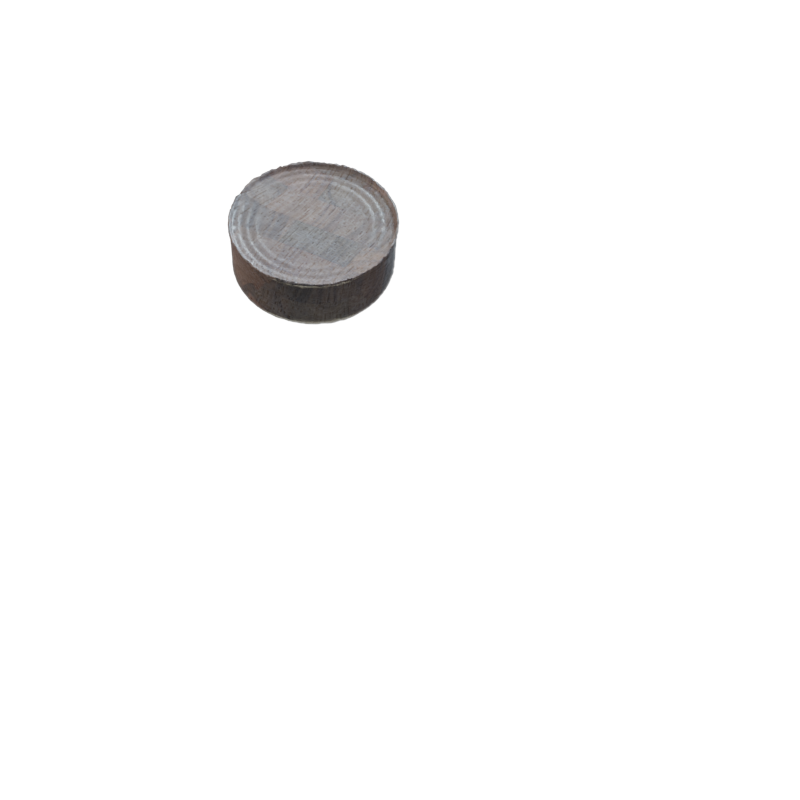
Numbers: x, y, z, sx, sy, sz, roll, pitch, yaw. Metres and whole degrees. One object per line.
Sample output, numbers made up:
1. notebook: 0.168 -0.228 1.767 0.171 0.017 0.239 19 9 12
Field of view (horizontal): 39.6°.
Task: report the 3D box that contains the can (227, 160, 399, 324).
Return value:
1. can: -0.044 -0.081 0.566 0.086 0.092 0.031 -1 -39 -1
